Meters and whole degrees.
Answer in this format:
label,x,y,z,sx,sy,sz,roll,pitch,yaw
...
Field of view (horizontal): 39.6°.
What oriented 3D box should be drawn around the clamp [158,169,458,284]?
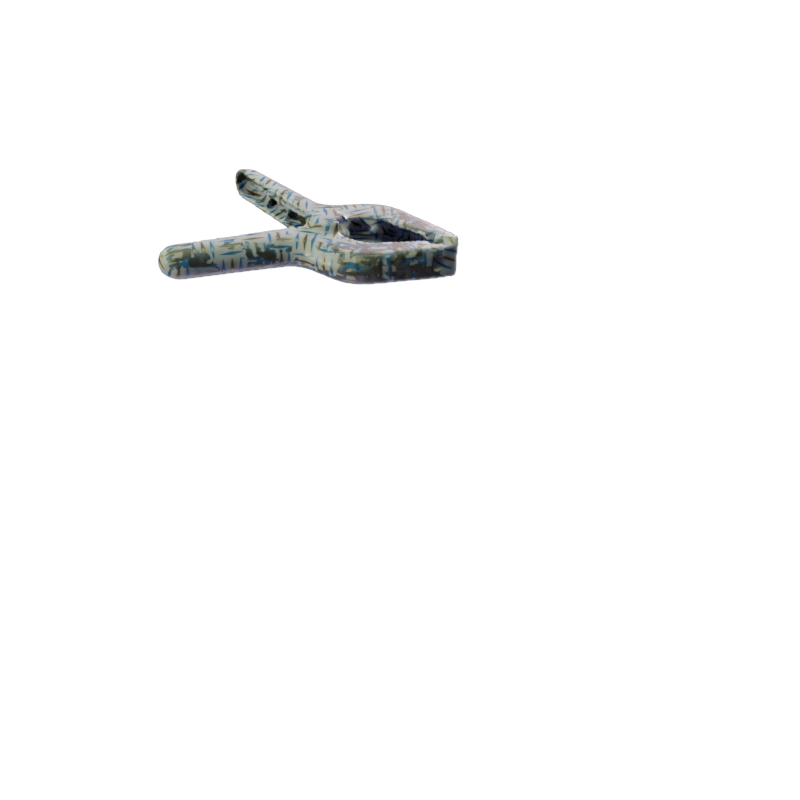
label,x,y,z,sx,sy,sz,roll,pitch,yaw
clamp,-0.065,-0.118,0.826,0.217,0.034,0.169,14,36,19
